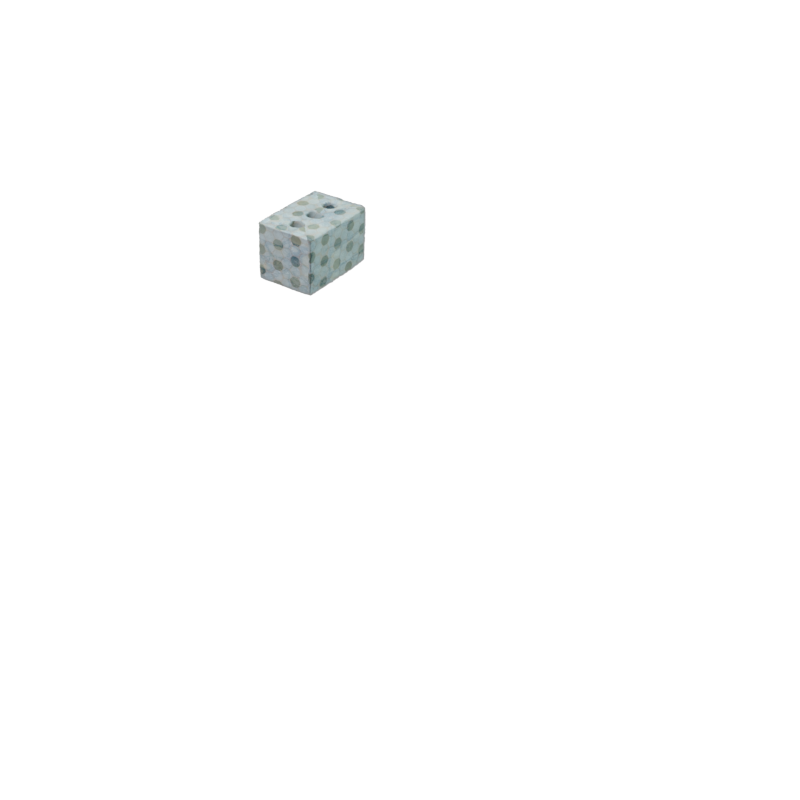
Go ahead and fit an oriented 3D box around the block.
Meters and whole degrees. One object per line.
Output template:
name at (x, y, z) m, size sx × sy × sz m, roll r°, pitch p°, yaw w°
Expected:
block at (-0.070, -0.128, 0.896) m, size 0.055 × 0.048 × 0.079 m, roll 20°, pitch 37°, yaw 27°
